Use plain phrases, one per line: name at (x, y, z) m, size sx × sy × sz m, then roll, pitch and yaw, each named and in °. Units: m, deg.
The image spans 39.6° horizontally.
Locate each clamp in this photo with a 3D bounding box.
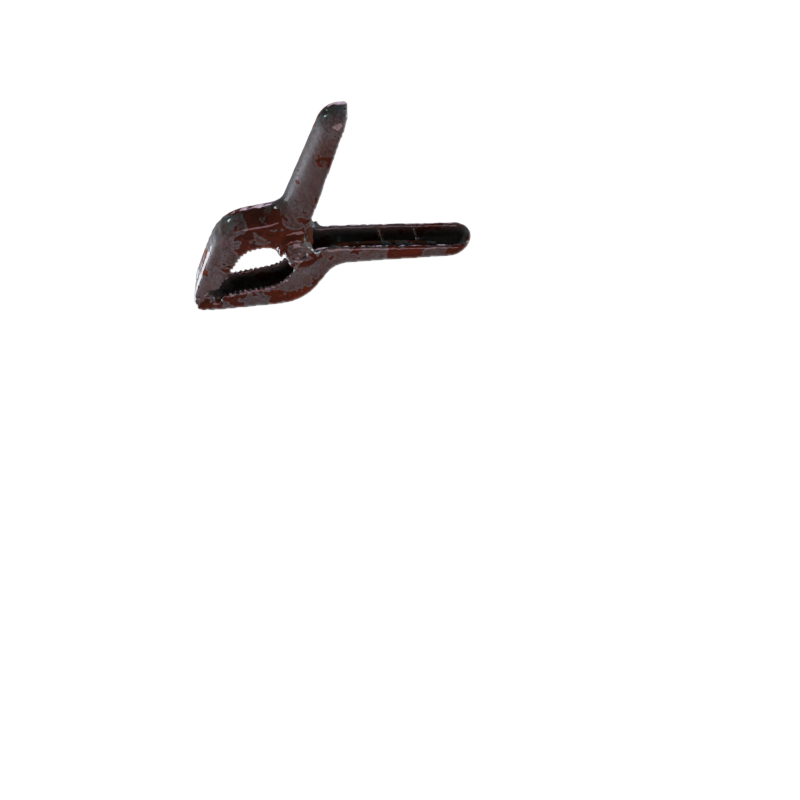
clamp at (-0.064, -0.118, 0.823) m, size 0.209 × 0.039 × 0.154 m, roll -31°, pitch -50°, yaw 31°
